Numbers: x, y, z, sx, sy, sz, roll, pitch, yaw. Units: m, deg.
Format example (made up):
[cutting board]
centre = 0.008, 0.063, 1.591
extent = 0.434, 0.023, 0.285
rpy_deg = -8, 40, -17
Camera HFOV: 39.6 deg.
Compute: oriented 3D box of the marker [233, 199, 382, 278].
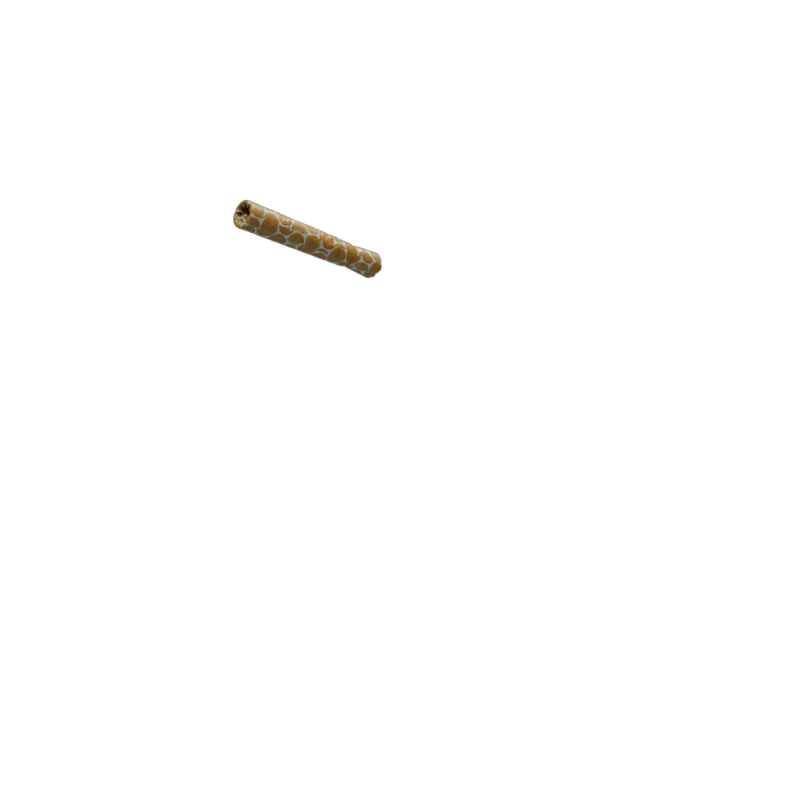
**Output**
[marker]
centre = -0.057, -0.103, 0.723
extent = 0.114, 0.020, 0.021
rpy_deg = 17, -8, -41
